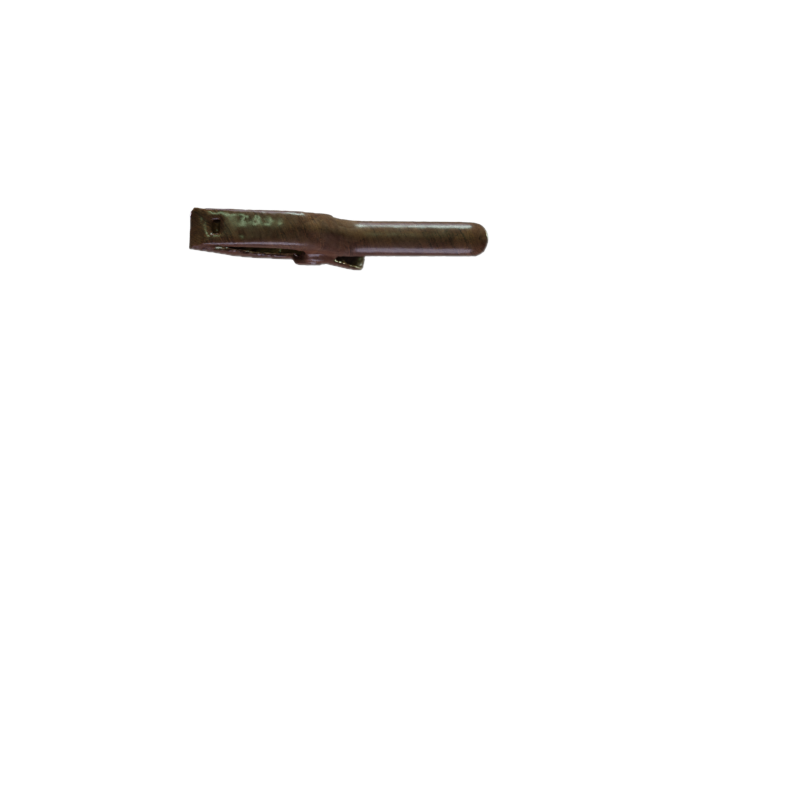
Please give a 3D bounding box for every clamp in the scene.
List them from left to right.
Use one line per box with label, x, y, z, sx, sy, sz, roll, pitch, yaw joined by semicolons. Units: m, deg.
clamp;-0.065;-0.118;0.826;0.203;0.037;0.169;0;0;-28
